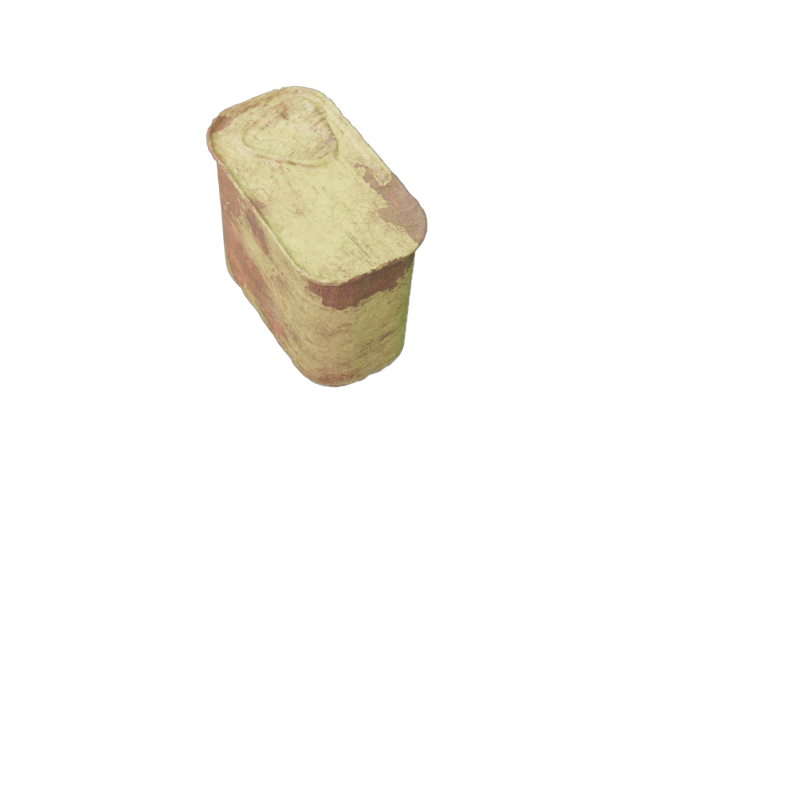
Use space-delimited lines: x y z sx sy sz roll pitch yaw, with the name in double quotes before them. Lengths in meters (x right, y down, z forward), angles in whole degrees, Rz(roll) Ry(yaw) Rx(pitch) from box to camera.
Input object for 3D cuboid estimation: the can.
"can" -0.037 -0.067 0.466 0.057 0.109 0.078 -26 -30 -19
